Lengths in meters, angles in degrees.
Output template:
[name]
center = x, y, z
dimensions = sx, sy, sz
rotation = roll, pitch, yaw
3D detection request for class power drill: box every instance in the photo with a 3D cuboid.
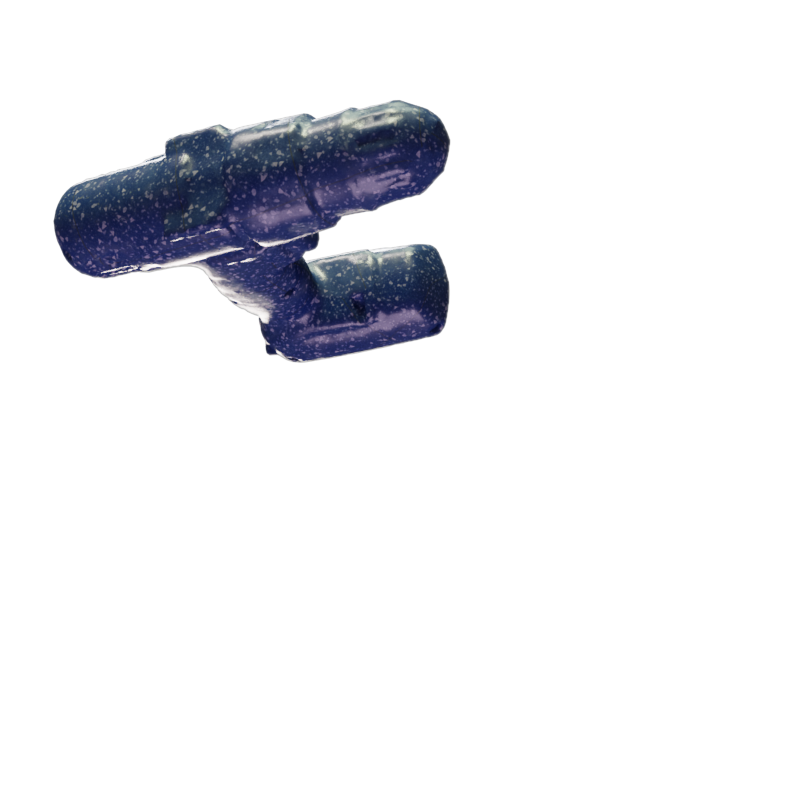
[power drill]
center = -0.042, -0.076, 0.533
dimensions = 0.188, 0.060, 0.175
rotation = -8, -19, 23
